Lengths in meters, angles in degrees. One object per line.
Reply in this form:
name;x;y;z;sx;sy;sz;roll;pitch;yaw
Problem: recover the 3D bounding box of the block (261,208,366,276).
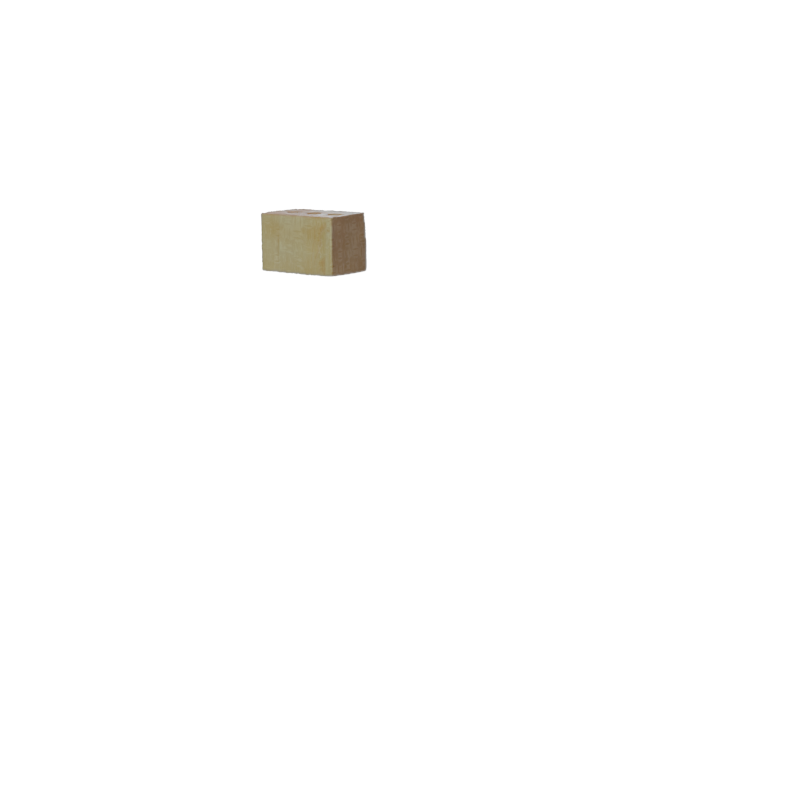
block;-0.075;-0.137;0.958;0.081;0.050;0.052;8;13;33
